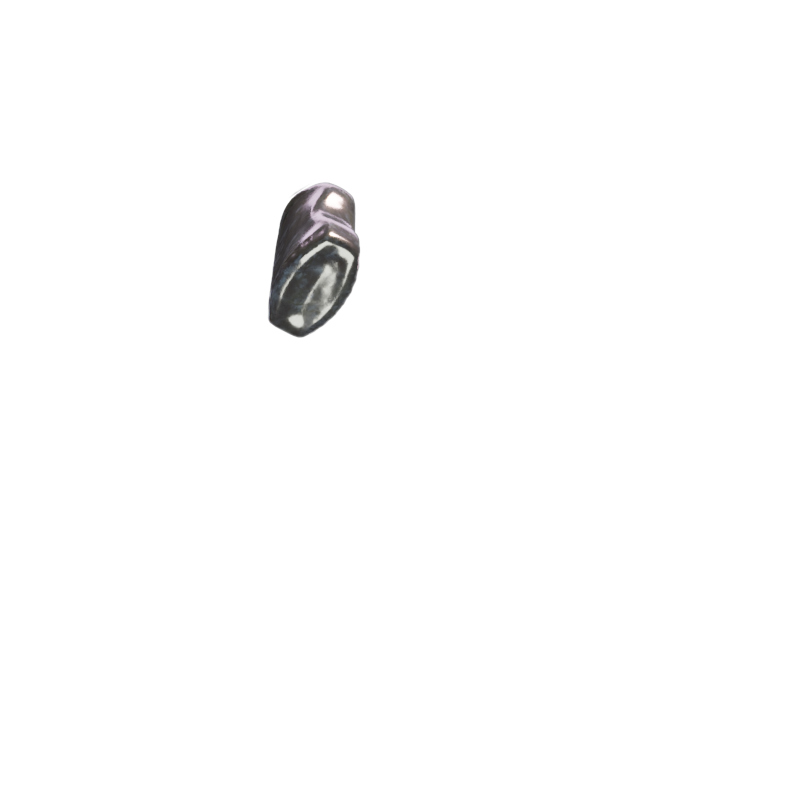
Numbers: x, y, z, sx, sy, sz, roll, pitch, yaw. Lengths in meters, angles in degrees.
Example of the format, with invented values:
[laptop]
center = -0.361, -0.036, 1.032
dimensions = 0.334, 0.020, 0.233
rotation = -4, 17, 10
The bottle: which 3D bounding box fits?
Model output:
[bottle]
center = -0.075, -0.137, 0.965
dimensions = 0.056, 0.093, 0.203
rotation = 27, 24, -18
